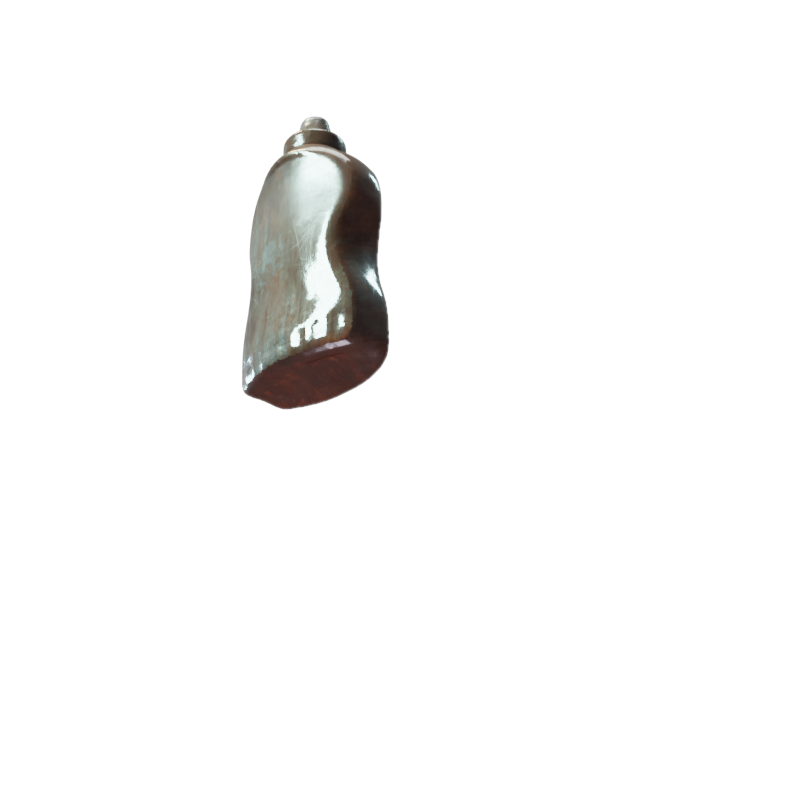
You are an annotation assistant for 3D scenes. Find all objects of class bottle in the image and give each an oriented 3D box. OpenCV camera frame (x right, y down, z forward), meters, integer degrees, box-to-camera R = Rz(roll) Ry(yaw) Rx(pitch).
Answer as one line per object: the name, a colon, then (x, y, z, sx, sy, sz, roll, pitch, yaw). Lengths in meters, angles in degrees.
bottle: (-0.053, -0.097, 0.682, 0.055, 0.205, 0.096, 25, -41, -37)
